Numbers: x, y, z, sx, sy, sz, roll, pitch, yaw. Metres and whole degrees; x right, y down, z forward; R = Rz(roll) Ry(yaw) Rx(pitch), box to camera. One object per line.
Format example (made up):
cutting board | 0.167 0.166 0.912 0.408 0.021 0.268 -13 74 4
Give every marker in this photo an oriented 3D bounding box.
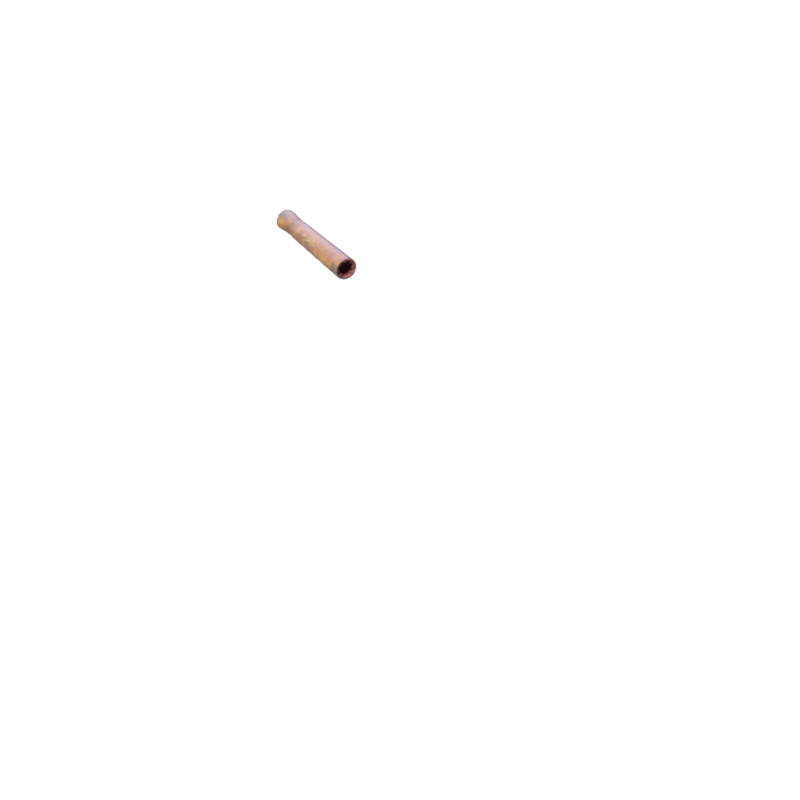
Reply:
marker | -0.073 -0.133 0.933 0.019 0.019 0.130 -2 28 -30
